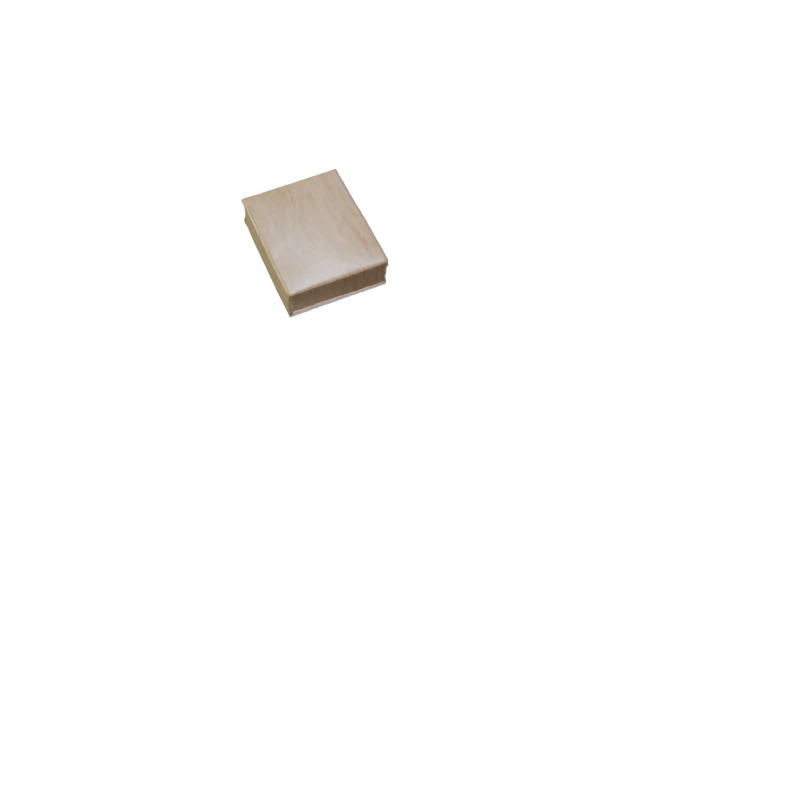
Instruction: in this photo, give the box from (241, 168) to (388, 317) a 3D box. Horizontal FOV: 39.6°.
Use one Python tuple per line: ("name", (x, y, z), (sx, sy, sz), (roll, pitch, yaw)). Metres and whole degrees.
("box", (-0.074, -0.134, 0.941), (0.089, 0.122, 0.036), (-20, -33, -14))
